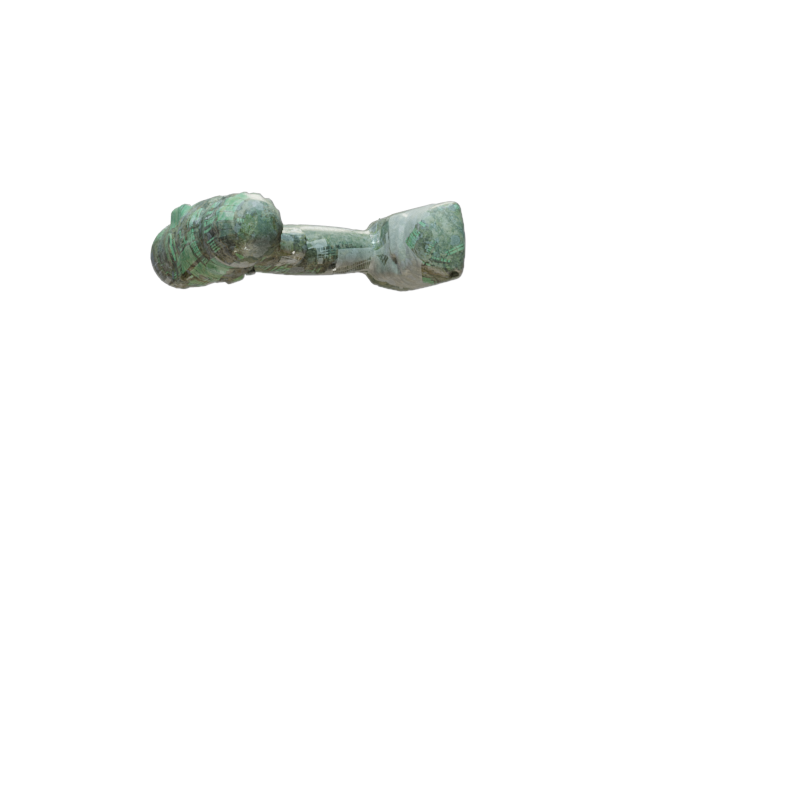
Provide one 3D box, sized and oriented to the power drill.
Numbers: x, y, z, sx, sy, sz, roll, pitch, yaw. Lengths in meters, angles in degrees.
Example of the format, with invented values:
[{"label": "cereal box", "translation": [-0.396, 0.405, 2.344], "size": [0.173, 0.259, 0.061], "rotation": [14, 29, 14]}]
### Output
[{"label": "power drill", "translation": [-0.056, -0.103, 0.719], "size": [0.182, 0.058, 0.189], "rotation": [-1, 2, -24]}]
